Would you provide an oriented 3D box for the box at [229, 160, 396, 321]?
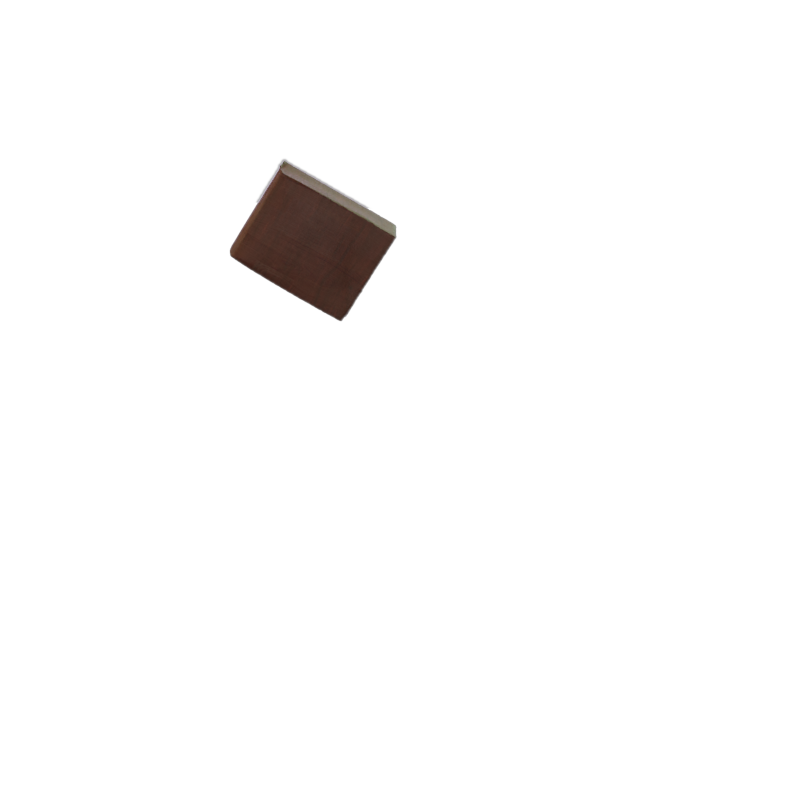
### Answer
[{"bbox_3d":[-0.072,-0.132,0.922,0.111,0.088,0.041,30,18,-11],"label":"box"}]
